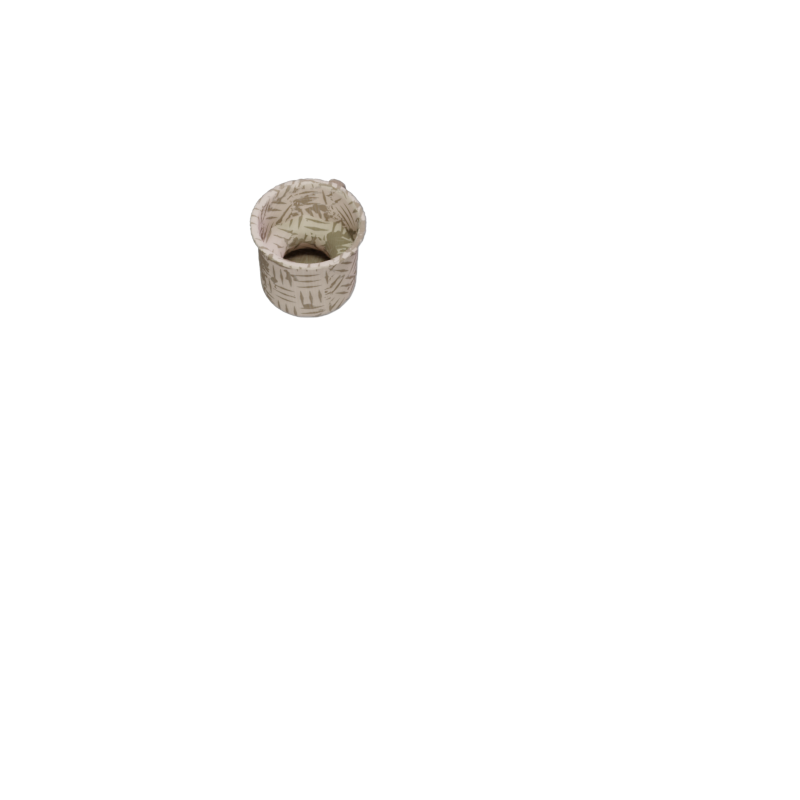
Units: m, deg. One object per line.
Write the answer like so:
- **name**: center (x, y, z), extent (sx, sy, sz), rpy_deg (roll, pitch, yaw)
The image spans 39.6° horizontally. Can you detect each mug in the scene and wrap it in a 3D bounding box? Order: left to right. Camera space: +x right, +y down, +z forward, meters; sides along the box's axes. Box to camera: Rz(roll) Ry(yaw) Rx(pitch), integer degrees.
- **mug**: center (-0.072, -0.131, 0.918), extent (0.095, 0.123, 0.076), rpy_deg (16, -33, 9)
